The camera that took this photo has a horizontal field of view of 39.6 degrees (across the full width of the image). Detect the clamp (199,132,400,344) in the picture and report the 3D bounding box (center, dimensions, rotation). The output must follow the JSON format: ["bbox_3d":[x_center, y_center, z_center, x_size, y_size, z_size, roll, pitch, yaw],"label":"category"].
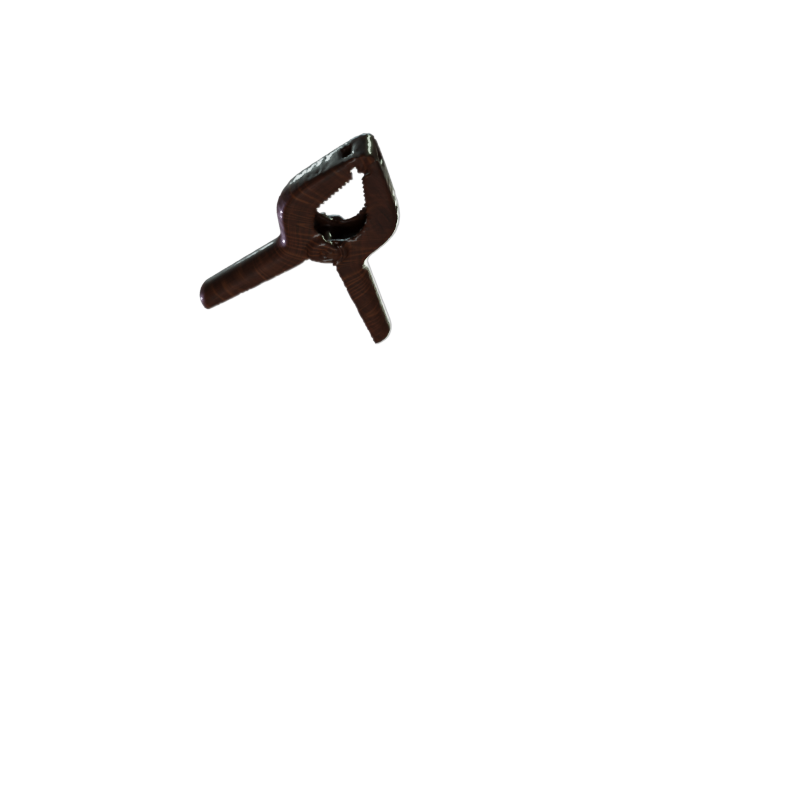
[{"bbox_3d":[-0.068,-0.124,0.870,0.162,0.039,0.198,8,-41,-9],"label":"clamp"}]
